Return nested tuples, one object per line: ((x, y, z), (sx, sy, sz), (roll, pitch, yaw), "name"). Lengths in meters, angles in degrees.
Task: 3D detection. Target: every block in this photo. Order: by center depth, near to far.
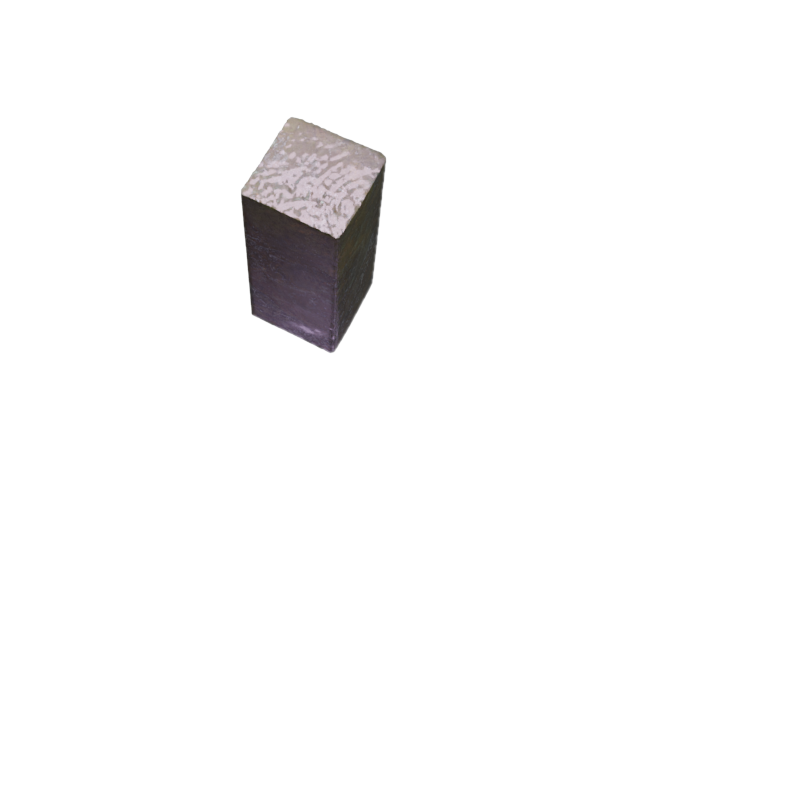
((-0.075, -0.138, 0.964), (0.093, 0.093, 0.195), (25, -24, 8), "block")
